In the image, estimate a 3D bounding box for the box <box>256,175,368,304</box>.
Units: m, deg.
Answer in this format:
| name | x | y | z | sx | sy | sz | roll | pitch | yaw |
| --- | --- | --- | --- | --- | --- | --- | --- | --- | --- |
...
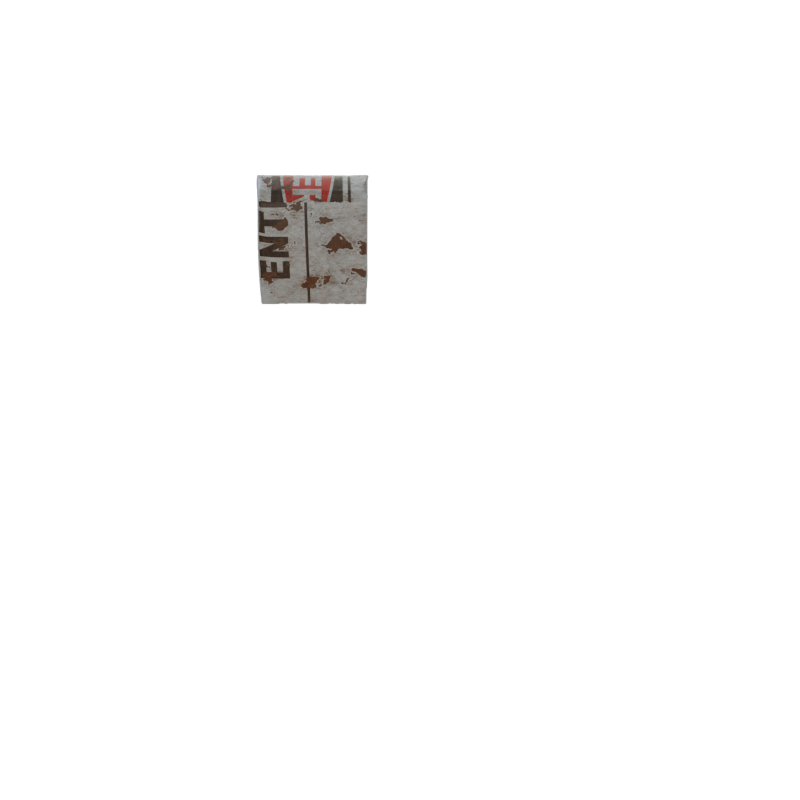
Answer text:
| name | x | y | z | sx | sy | sz | roll | pitch | yaw |
| --- | --- | --- | --- | --- | --- | --- | --- | --- | --- |
| box | -0.071 | -0.129 | 0.901 | 0.090 | 0.106 | 0.042 | 1 | 44 | -1 |
